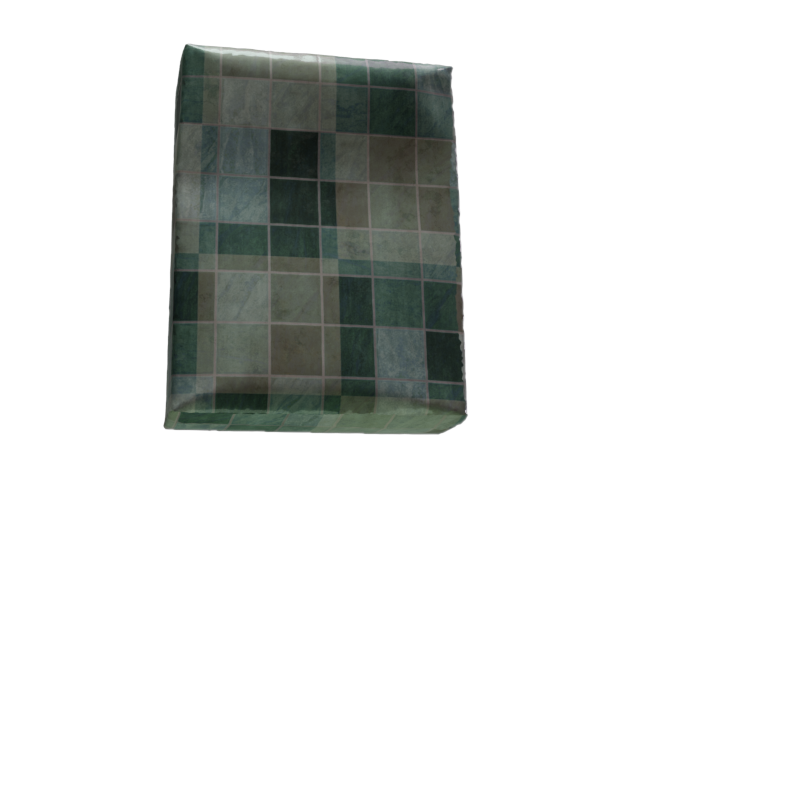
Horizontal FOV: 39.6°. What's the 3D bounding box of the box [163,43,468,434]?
[{"bbox_3d":[-0.050,-0.091,0.638,0.162,0.222,0.070,2,-16,-11],"label":"box"}]
